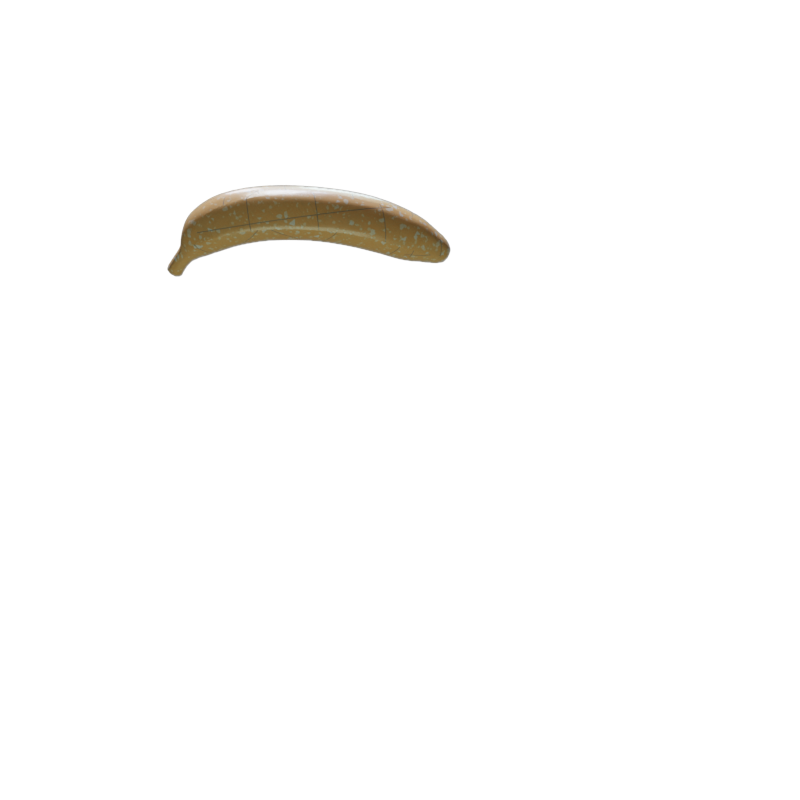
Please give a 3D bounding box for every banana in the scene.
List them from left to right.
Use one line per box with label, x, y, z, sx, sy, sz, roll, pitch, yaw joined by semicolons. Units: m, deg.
banana;-0.064;-0.118;0.757;0.198;0.039;0.065;-1;-29;2
